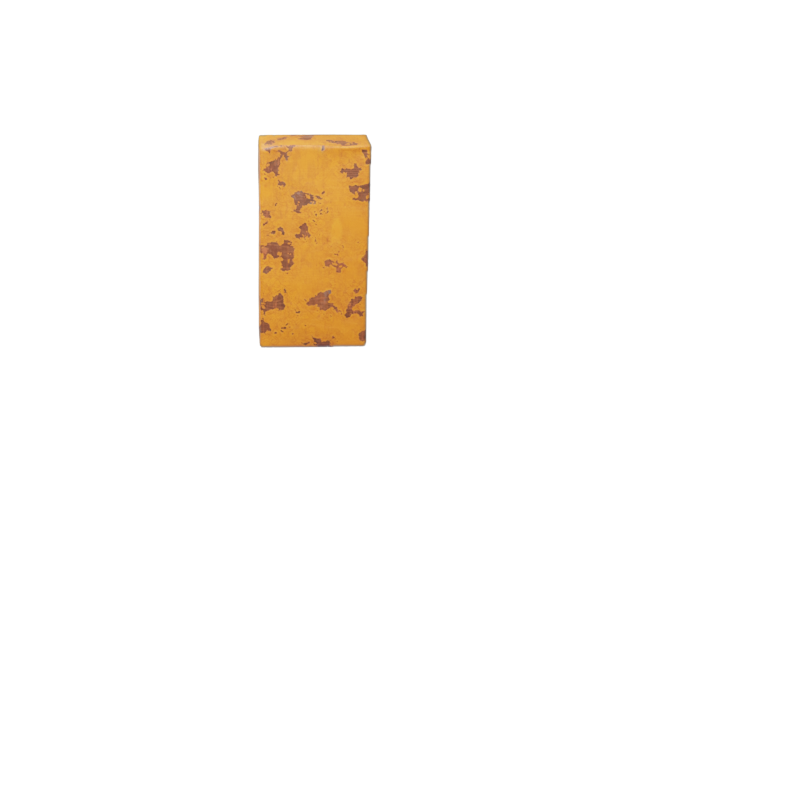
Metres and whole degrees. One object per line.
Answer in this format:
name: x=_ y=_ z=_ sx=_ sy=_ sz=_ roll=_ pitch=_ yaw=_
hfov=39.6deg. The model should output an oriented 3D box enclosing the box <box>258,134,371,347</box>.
box: x=-0.073 y=-0.132 z=0.927 sx=0.093 sy=0.168 sz=0.051 roll=-1 pitch=22 yaw=-5
